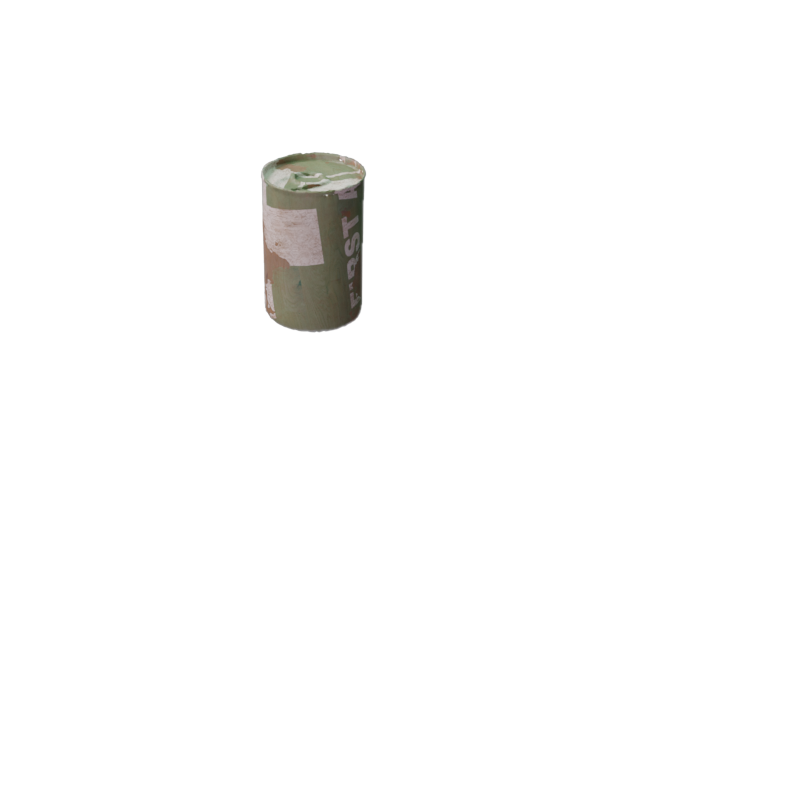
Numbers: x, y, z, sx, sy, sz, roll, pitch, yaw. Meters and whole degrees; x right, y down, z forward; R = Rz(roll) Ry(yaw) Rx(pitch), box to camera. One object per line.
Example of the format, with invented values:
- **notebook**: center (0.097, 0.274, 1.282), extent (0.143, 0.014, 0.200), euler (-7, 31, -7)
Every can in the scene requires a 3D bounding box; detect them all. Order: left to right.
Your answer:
- **can**: center (-0.058, -0.105, 0.737), extent (0.068, 0.096, 0.073), euler (0, 29, -2)
